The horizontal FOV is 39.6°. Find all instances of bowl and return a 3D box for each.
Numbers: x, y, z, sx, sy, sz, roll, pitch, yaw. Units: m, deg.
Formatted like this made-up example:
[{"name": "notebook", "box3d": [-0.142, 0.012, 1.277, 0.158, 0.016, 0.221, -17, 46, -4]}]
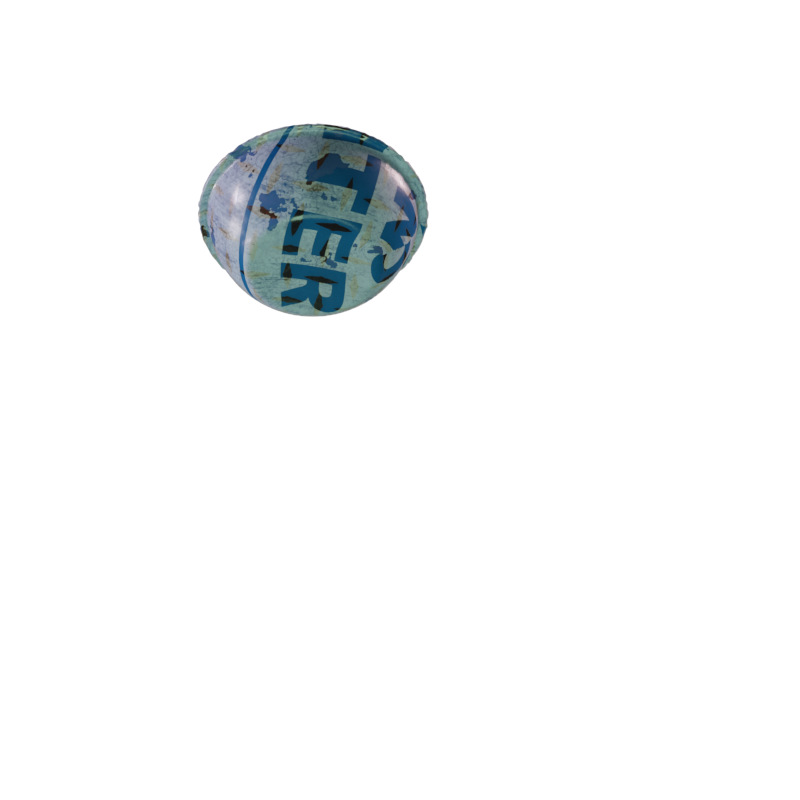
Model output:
[{"name": "bowl", "box3d": [-0.060, -0.109, 0.761, 0.162, 0.151, 0.059, 1, 44, -1]}]
